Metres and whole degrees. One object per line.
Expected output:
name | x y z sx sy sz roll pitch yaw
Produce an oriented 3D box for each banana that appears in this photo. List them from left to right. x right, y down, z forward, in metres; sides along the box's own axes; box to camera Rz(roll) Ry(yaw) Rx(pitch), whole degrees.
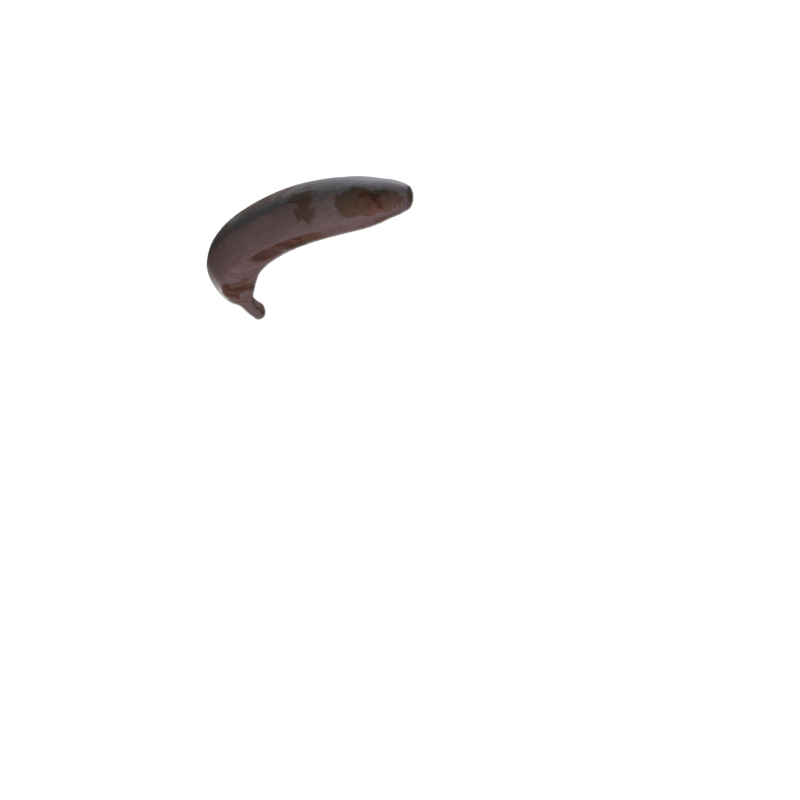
banana | -0.072 -0.102 0.697 0.066 0.039 0.197 12 -21 -32
